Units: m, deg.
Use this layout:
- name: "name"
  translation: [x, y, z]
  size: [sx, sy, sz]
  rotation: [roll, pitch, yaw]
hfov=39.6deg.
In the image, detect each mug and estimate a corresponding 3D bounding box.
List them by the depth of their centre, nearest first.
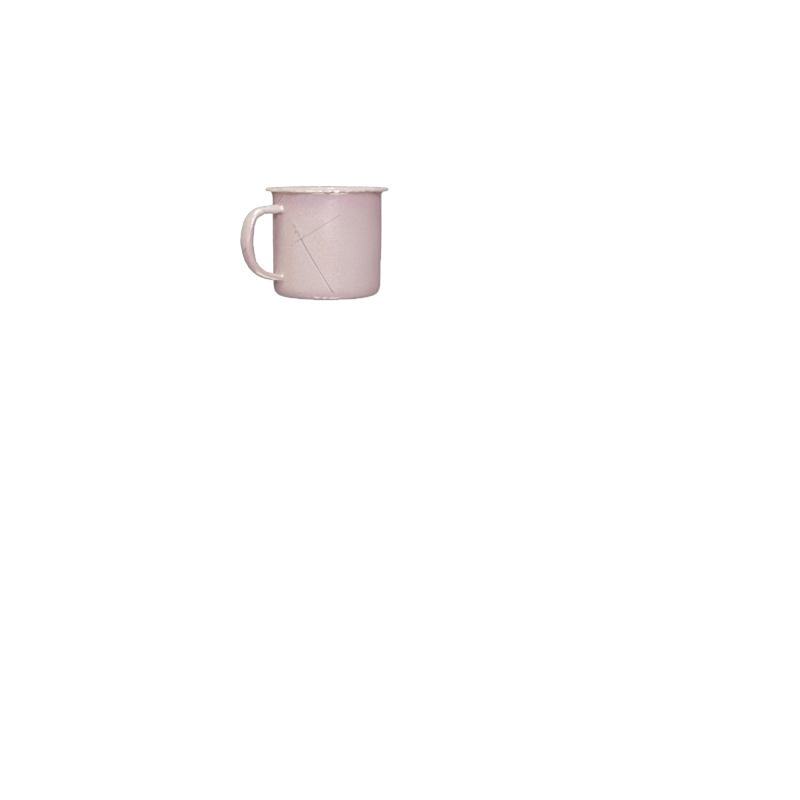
- name: "mug"
  translation: [-0.065, -0.119, 0.834]
  size: [0.114, 0.080, 0.098]
  rotation: [-6, 11, -33]
